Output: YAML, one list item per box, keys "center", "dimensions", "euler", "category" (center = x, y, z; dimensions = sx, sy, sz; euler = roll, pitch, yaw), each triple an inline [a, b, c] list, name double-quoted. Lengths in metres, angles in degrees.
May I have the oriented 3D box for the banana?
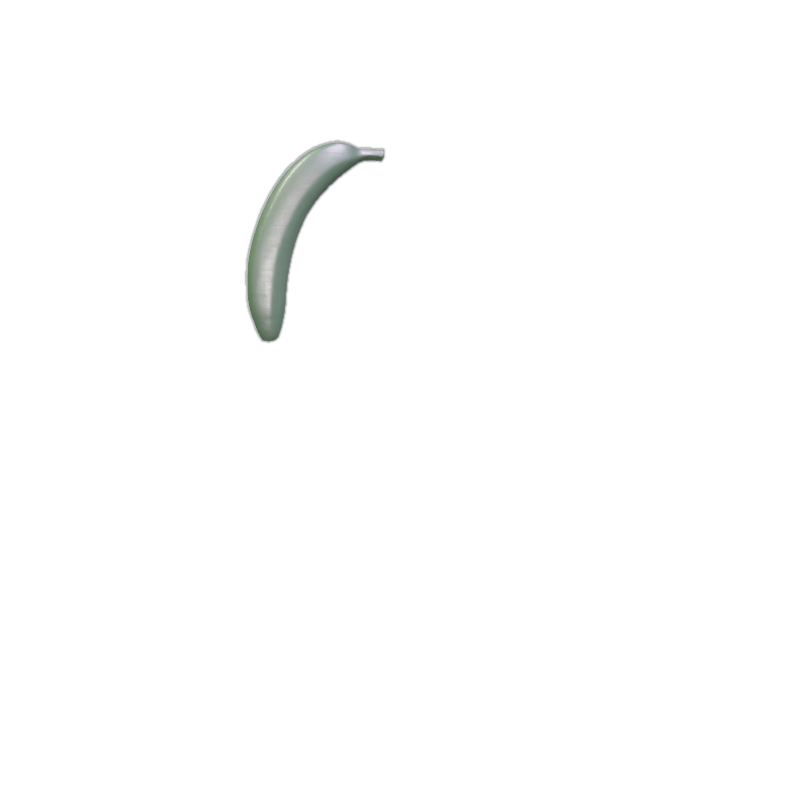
- center: [-0.089, -0.149, 0.955]
  dimensions: [0.070, 0.199, 0.036]
  euler: [30, -5, 2]
  category: "banana"
